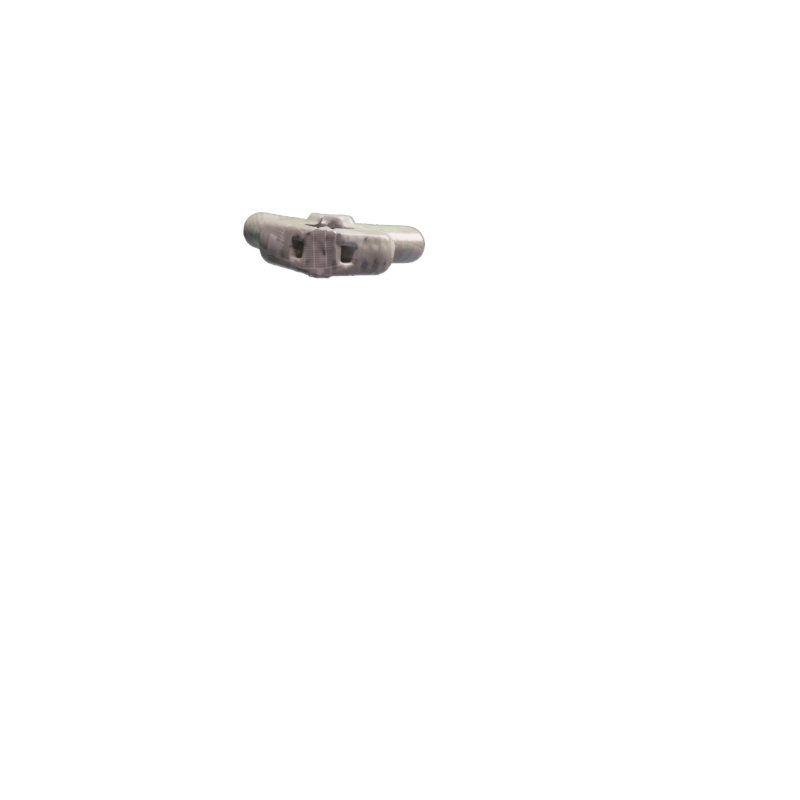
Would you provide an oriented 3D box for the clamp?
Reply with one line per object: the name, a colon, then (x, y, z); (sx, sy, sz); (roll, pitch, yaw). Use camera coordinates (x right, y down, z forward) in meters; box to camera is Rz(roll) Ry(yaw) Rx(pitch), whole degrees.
clamp: (-0.053, -0.097, 0.677); (0.122, 0.039, 0.171); (1, 8, 9)
